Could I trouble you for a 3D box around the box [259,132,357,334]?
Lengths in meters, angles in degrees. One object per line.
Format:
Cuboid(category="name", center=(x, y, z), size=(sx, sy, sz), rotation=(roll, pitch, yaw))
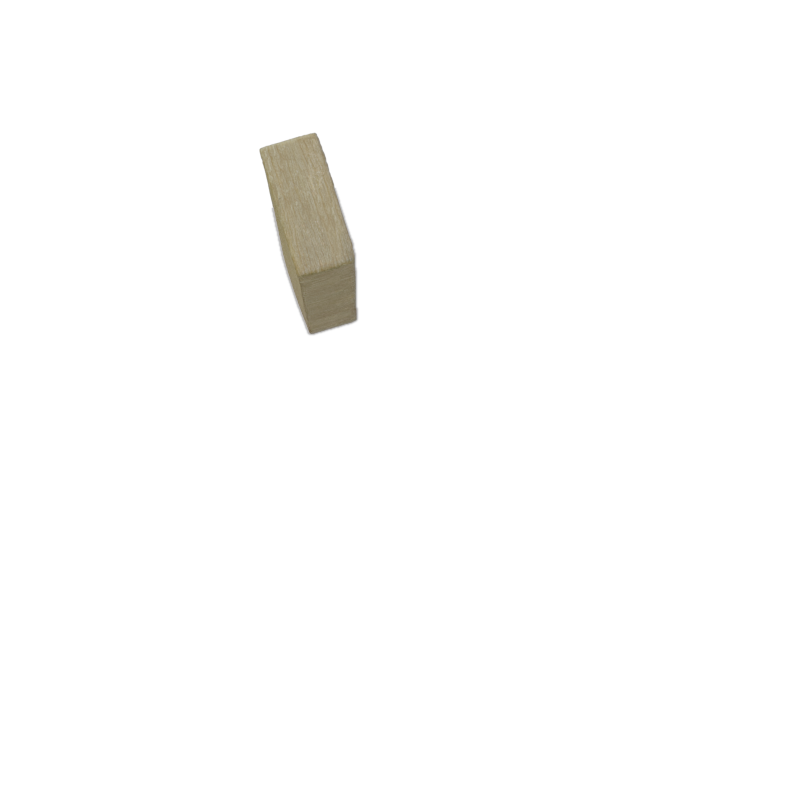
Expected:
Cuboid(category="box", center=(-0.061, -0.112, 0.783), size=(0.048, 0.097, 0.171), rotation=(-16, -9, -7))
